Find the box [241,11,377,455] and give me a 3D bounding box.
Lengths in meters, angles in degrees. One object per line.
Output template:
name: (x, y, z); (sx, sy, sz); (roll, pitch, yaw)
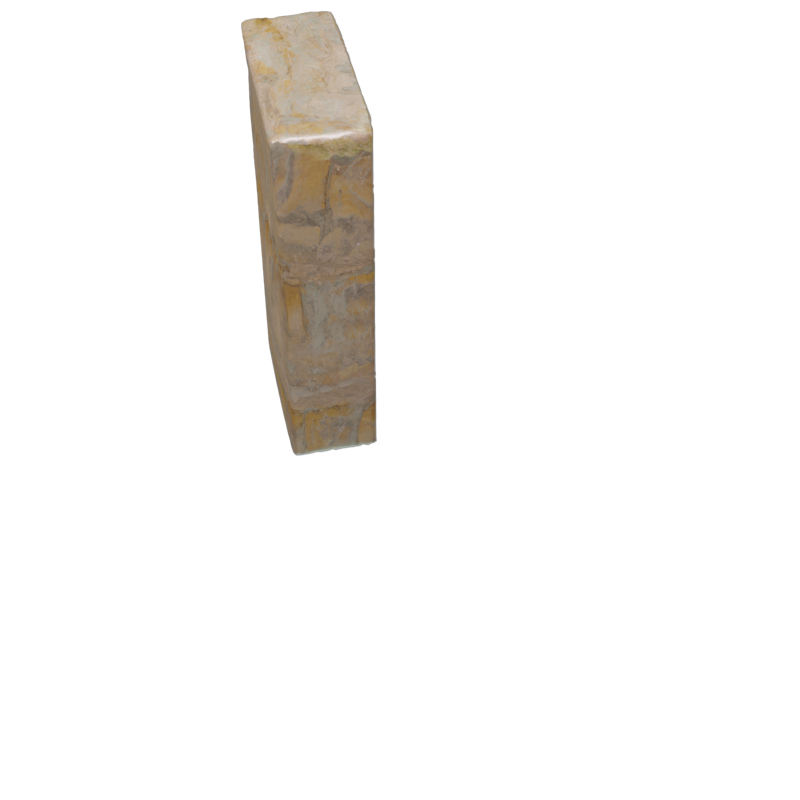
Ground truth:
box: (-0.038, -0.069, 0.484); (0.048, 0.164, 0.101); (-6, 45, -10)
